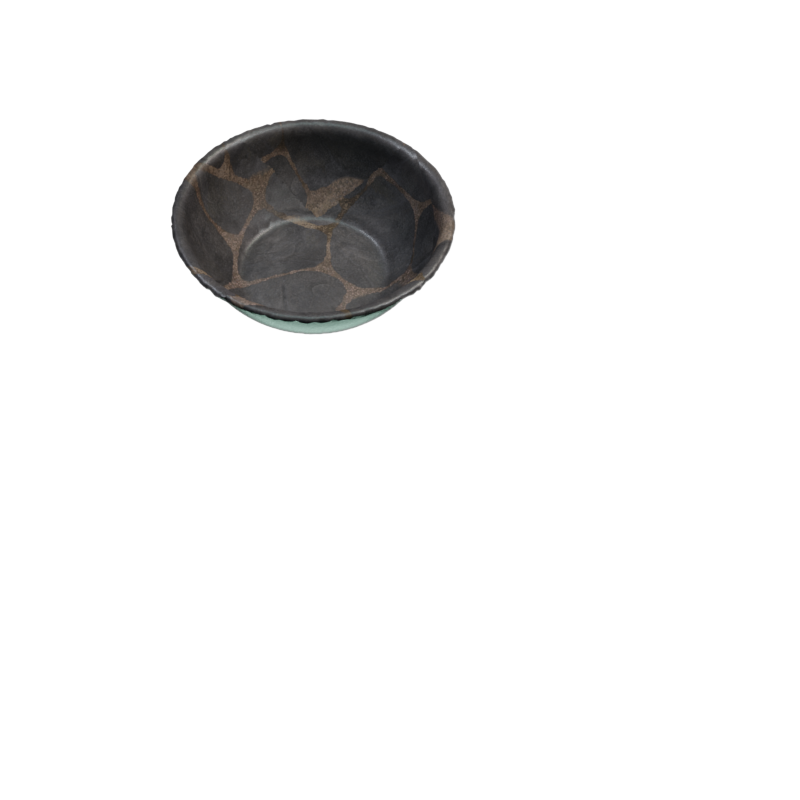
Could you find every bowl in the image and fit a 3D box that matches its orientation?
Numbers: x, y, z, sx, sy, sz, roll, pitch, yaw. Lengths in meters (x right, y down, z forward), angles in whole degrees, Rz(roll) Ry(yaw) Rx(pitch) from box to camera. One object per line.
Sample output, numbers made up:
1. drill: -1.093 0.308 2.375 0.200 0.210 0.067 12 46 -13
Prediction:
1. bowl: -0.051 -0.093 0.649 0.162 0.174 0.051 -1 -39 -1
